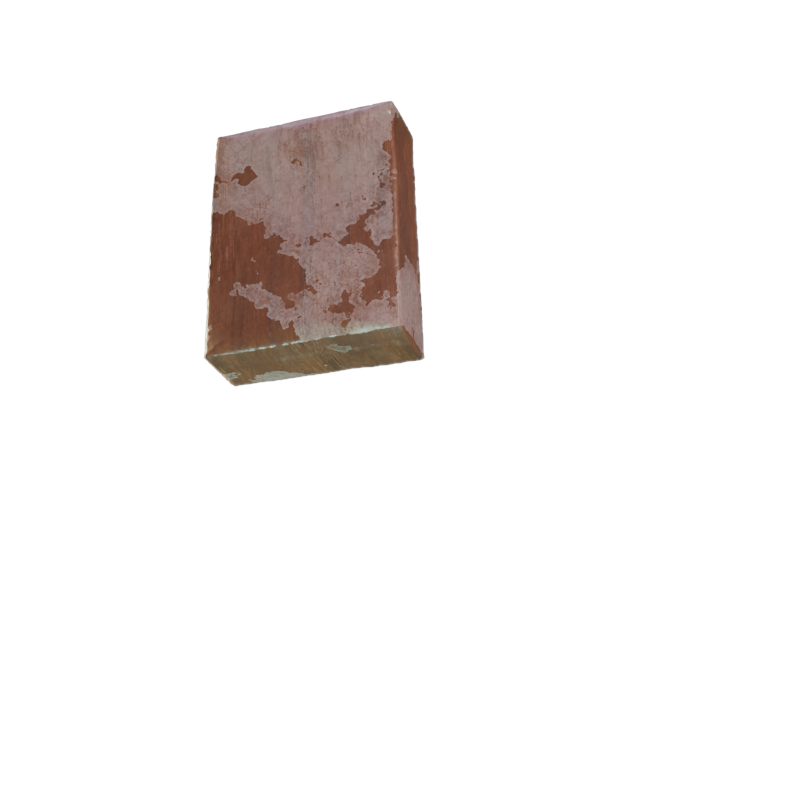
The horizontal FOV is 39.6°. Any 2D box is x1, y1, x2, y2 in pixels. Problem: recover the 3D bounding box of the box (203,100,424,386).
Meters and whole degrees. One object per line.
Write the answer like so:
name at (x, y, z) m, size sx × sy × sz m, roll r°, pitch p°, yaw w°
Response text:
box at (-0.071, -0.130, 0.912) m, size 0.166 × 0.227 × 0.067 m, roll -9°, pitch -28°, yaw 15°
